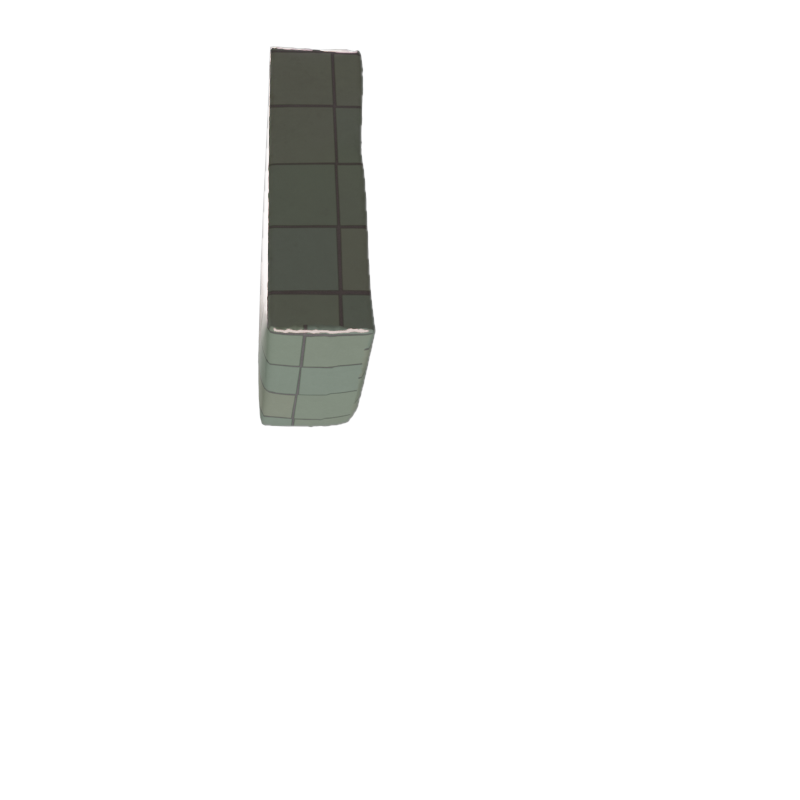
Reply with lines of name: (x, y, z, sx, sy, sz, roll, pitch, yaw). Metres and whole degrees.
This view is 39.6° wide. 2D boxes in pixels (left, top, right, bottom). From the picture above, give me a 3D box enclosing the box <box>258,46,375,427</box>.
box: (-0.060, -0.109, 0.765, 0.071, 0.227, 0.156, 1, -27, -7)
